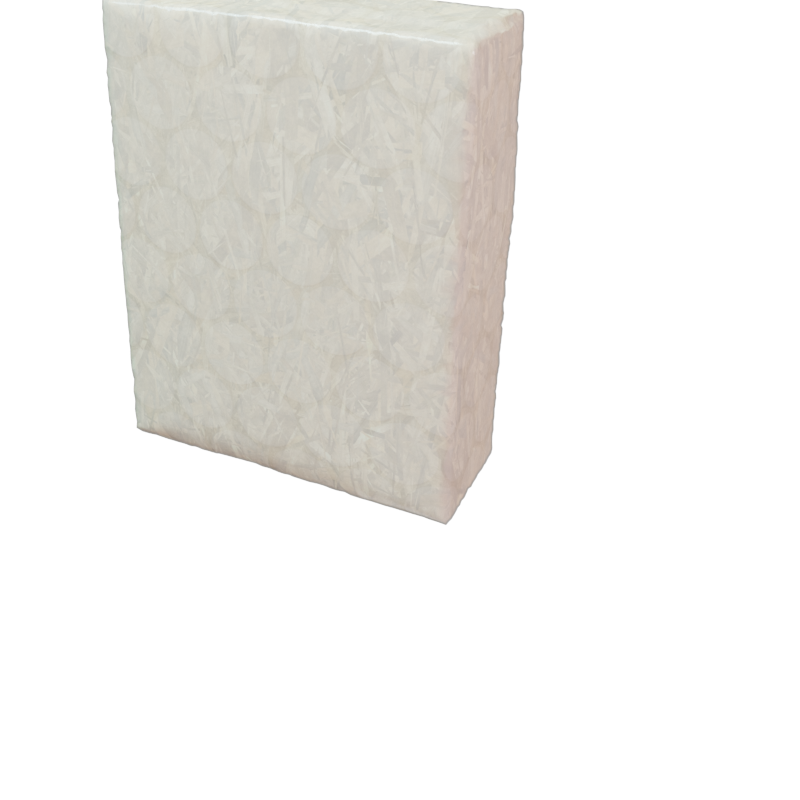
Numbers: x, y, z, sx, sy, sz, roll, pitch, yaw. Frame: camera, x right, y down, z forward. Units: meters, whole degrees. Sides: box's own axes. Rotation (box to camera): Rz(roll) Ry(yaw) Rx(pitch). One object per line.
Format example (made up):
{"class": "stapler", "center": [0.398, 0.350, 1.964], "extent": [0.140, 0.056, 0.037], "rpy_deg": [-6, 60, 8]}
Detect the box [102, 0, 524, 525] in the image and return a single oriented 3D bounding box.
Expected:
{"class": "box", "center": [-0.038, -0.070, 0.489], "extent": [0.171, 0.202, 0.073], "rpy_deg": [14, 29, 23]}
